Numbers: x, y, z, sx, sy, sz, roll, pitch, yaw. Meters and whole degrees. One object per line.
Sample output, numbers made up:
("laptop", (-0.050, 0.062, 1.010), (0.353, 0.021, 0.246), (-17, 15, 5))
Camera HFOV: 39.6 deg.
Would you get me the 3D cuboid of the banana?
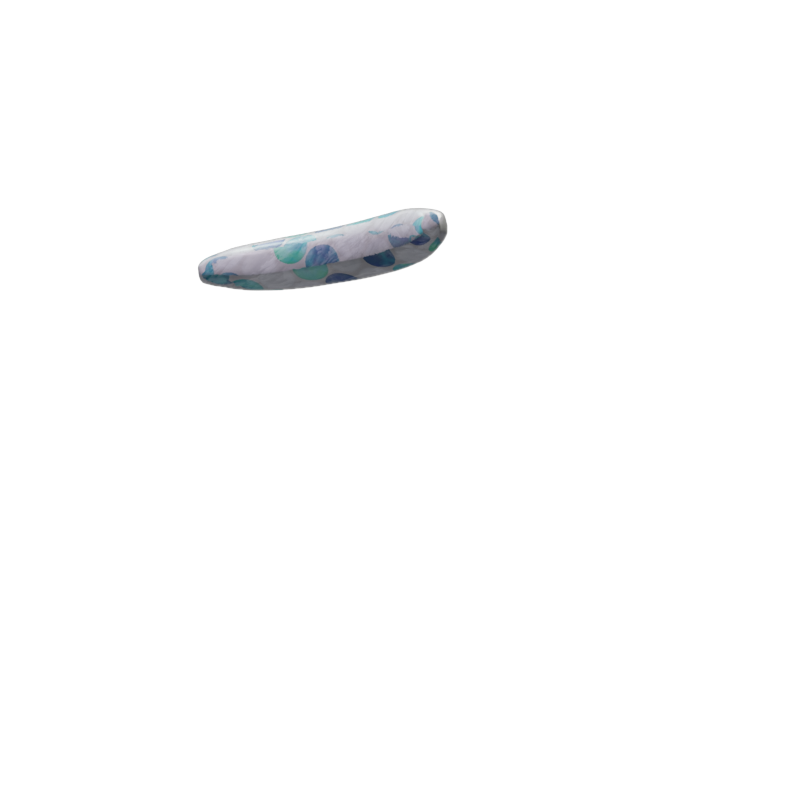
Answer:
("banana", (-0.043, -0.101, 0.736), (0.202, 0.038, 0.065), (-9, -16, 35))
